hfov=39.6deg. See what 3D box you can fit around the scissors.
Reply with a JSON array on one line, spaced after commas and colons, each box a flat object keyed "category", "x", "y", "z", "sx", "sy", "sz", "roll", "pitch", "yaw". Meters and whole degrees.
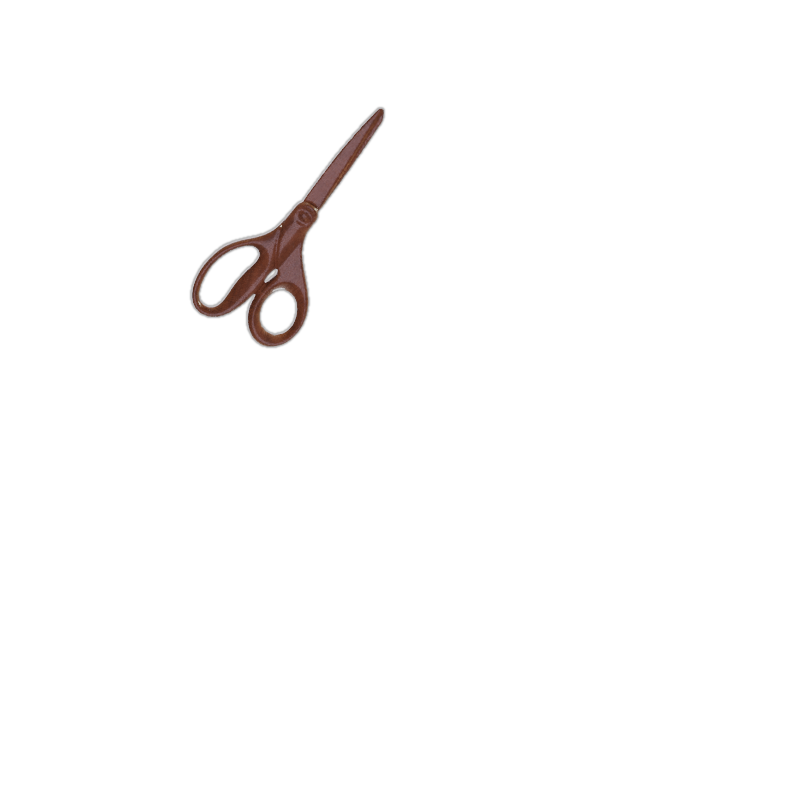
[{"category": "scissors", "x": -0.065, "y": -0.118, "z": 0.824, "sx": 0.201, "sy": 0.094, "sz": 0.016, "roll": -37, "pitch": 8, "yaw": 6}]
